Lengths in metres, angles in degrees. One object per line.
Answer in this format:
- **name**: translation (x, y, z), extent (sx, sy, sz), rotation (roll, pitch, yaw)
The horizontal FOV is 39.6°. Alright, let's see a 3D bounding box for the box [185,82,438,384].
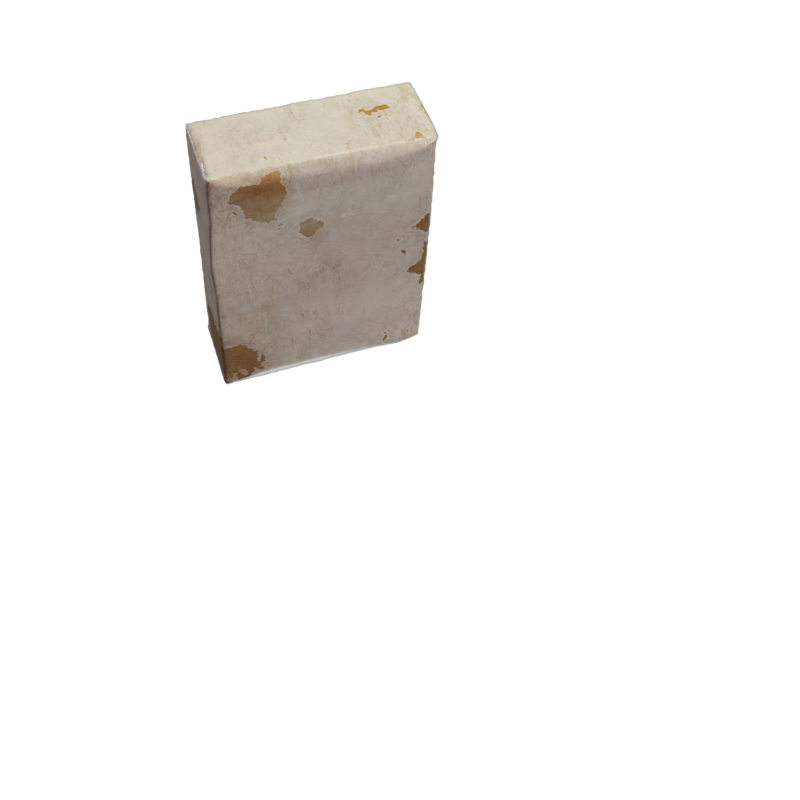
- **box**: translation (-0.064, -0.116, 0.815), extent (0.162, 0.078, 0.199), rotation (-13, -38, -13)
